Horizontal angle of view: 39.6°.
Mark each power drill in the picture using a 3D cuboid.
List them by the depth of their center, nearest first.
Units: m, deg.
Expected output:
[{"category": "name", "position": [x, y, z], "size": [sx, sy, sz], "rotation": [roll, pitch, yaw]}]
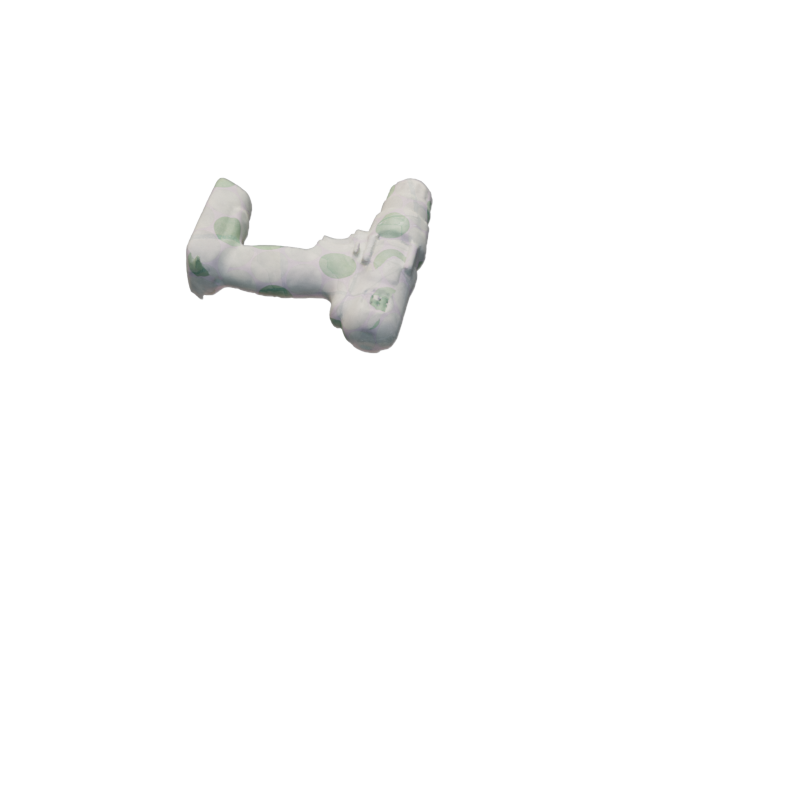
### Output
[{"category": "power drill", "position": [-0.073, -0.132, 0.927], "size": [0.191, 0.195, 0.053], "rotation": [10, -42, 9]}]
